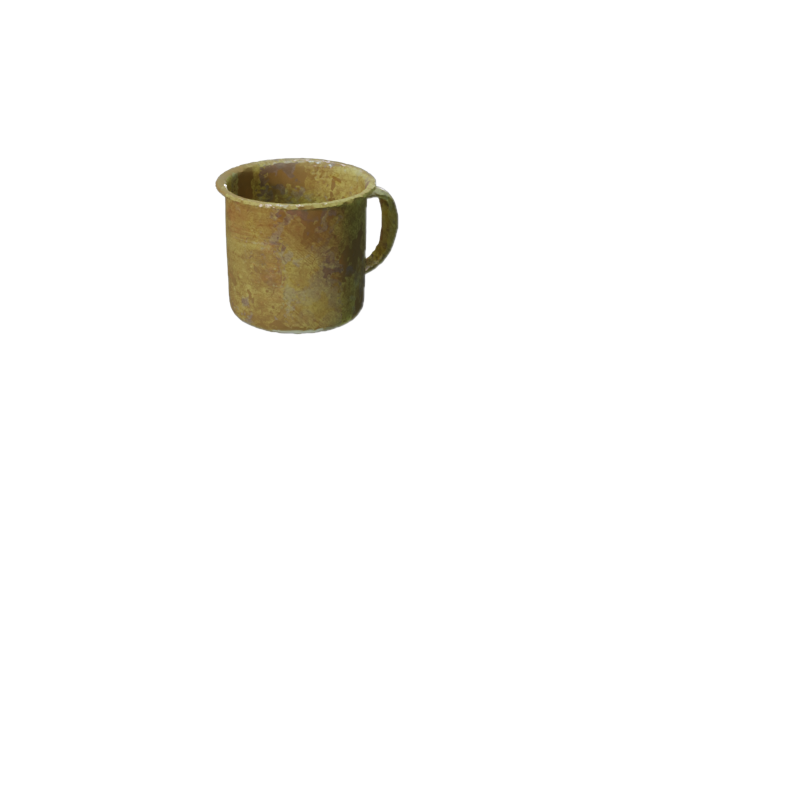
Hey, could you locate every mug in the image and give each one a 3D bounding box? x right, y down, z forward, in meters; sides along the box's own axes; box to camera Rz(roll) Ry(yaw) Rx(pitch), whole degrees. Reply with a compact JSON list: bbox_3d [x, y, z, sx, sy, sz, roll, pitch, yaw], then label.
[{"bbox_3d":[-0.052,-0.094,0.659,0.115,0.077,0.100,-17,30,-32],"label":"mug"}]
